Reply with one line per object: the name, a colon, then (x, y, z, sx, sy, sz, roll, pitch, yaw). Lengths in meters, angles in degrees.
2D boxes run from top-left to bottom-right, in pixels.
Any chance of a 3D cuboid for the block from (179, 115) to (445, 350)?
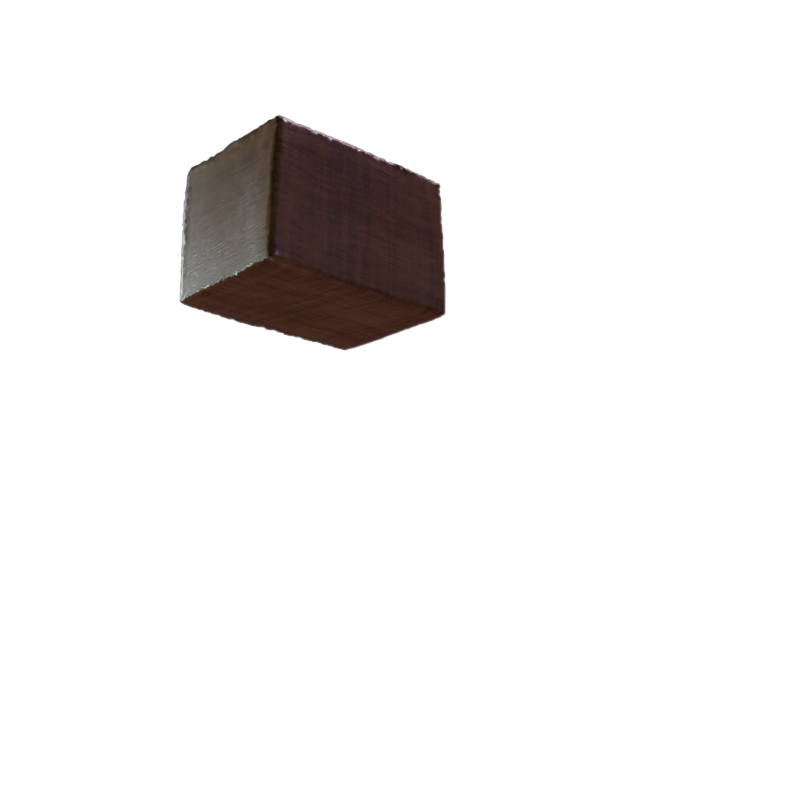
block: (-0.030, -0.054, 0.381, 0.074, 0.054, 0.053, 16, -26, -40)
